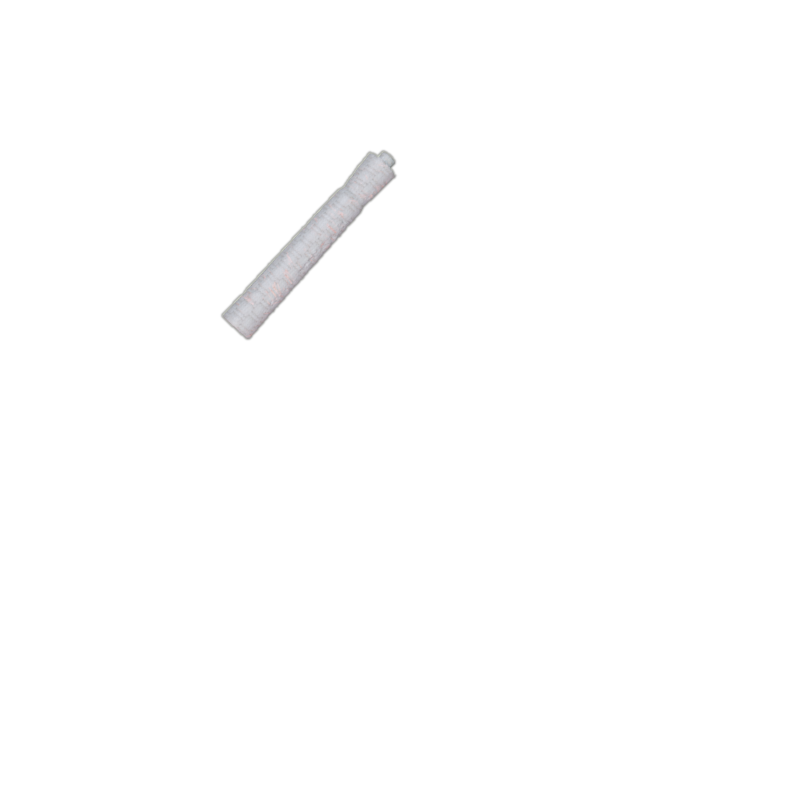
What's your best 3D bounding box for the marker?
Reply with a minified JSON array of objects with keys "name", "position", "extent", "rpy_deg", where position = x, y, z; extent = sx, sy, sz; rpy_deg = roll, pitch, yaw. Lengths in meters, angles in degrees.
[{"name":"marker","position":[-0.045,-0.082,0.575],"extent":[0.020,0.122,0.019],"rpy_deg":[41,-6,1]}]
